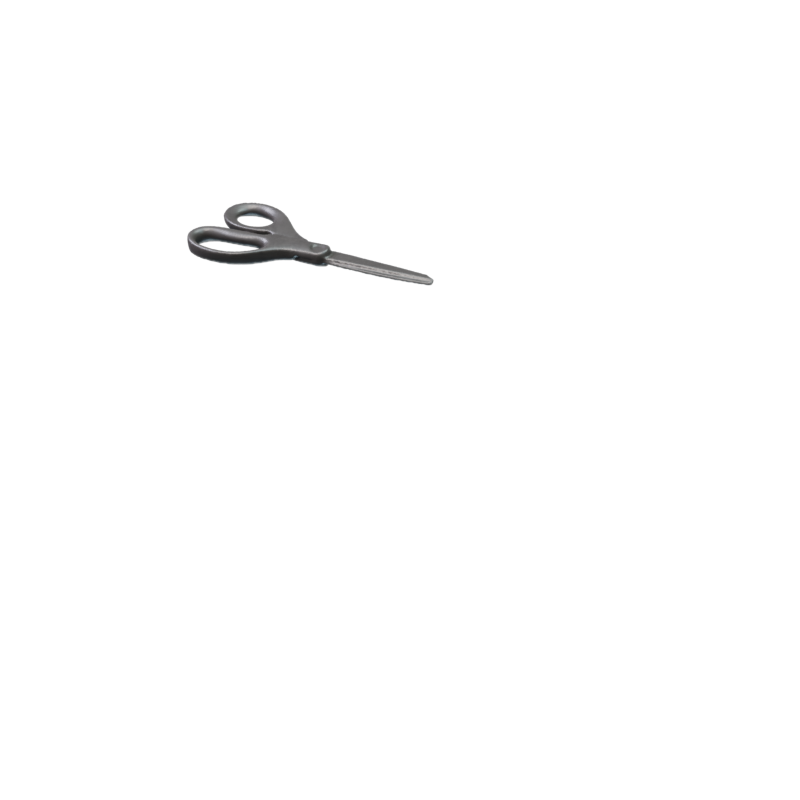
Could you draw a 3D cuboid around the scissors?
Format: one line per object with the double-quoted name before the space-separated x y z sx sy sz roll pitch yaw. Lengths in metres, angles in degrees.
"scissors" -0.070 -0.128 0.899 0.204 0.015 0.101 6 36 8
